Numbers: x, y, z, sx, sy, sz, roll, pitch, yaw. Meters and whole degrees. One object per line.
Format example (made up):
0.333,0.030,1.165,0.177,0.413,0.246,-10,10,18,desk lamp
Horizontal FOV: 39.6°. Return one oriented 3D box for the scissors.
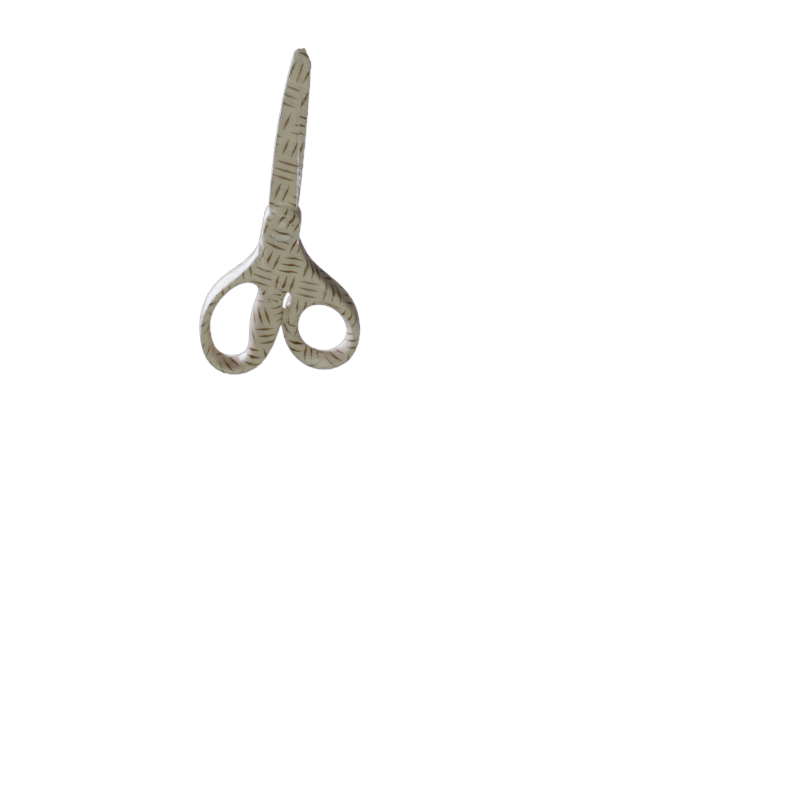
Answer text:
-0.044,-0.081,0.568,0.093,0.193,0.017,19,39,-16,scissors
